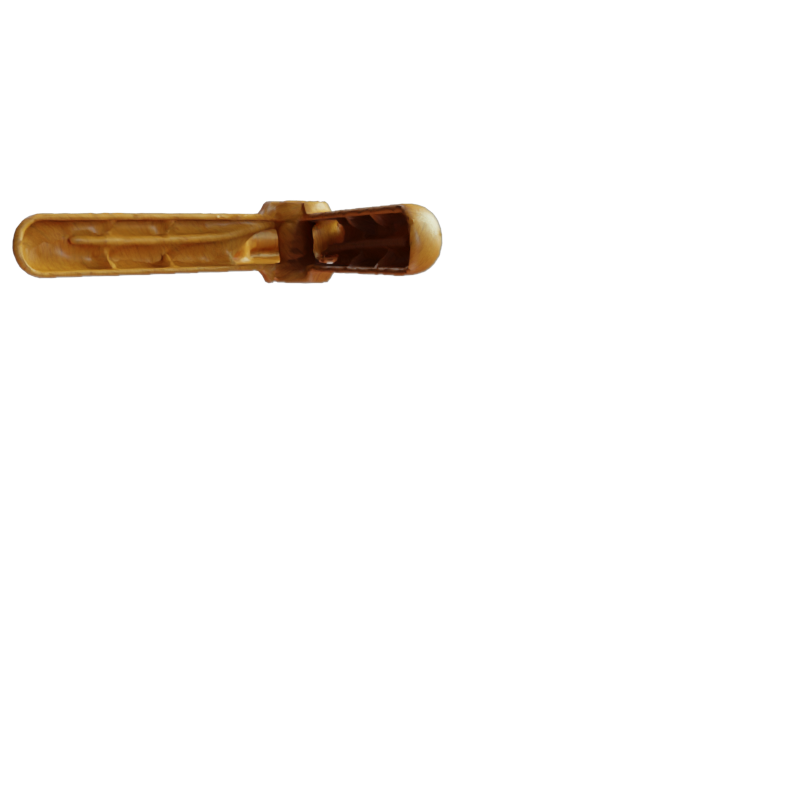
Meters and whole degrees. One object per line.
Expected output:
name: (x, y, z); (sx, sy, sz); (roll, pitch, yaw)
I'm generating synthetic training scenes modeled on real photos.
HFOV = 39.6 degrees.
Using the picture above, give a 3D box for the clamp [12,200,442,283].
clamp: (-0.037, -0.068, 0.479); (0.169, 0.036, 0.206); (3, 9, 22)
